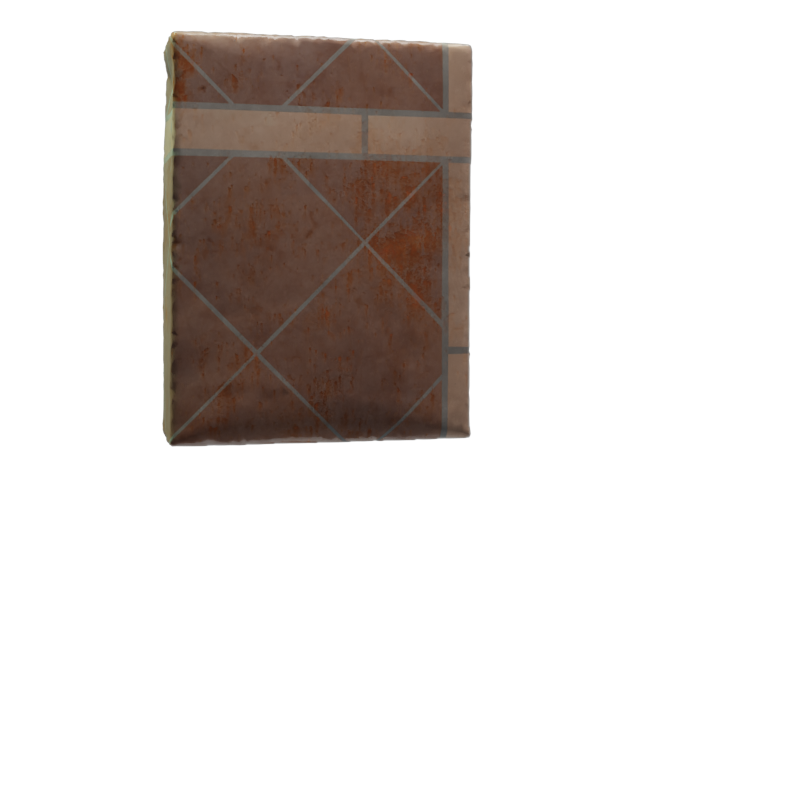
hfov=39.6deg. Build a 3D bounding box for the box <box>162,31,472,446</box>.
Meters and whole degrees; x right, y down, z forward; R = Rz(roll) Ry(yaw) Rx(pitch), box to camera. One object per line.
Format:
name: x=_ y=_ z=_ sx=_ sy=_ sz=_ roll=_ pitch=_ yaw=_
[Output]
box: x=-0.048 y=-0.087 z=0.608 sx=0.161 sy=0.214 sz=0.073 roll=0 pitch=-1 yaw=-14
